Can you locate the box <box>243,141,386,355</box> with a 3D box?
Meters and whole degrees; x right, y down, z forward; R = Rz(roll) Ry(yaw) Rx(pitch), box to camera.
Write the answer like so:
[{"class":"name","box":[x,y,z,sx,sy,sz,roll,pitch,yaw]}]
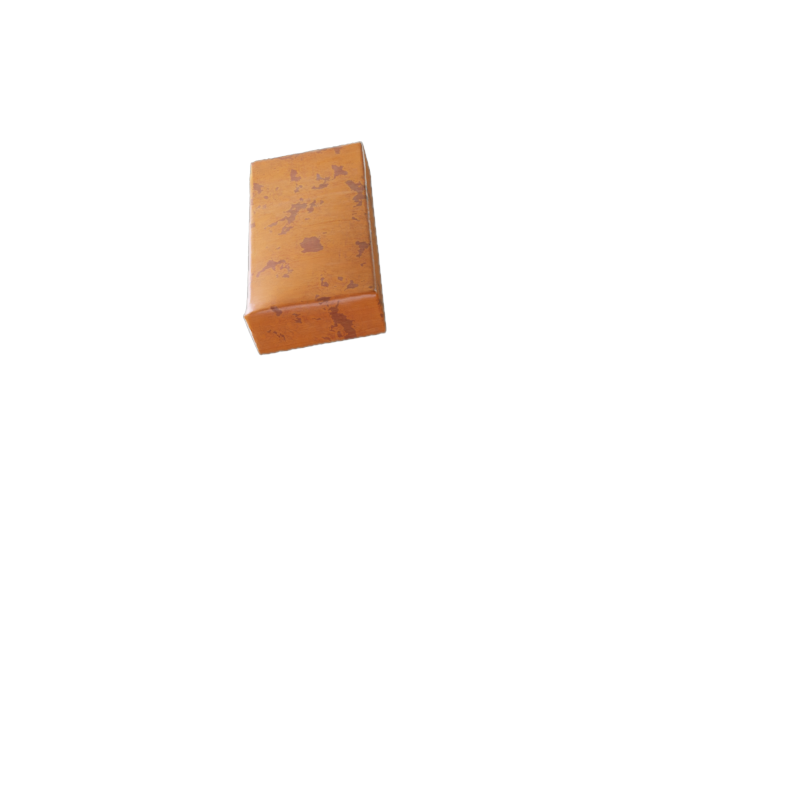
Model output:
[{"class":"box","box":[-0.063,-0.115,0.809,0.094,0.044,0.189,-10,42,6]}]
